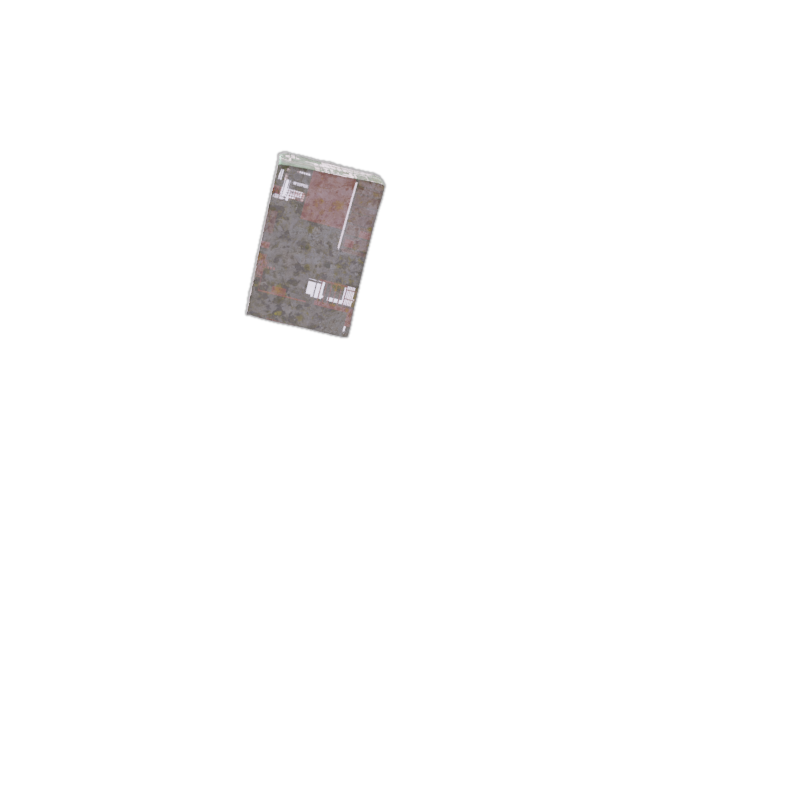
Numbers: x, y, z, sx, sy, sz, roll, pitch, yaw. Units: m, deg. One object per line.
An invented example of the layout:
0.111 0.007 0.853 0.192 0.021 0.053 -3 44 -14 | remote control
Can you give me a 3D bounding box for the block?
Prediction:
-0.043 -0.078 0.547 0.052 0.076 0.053 13 13 -6 | block
